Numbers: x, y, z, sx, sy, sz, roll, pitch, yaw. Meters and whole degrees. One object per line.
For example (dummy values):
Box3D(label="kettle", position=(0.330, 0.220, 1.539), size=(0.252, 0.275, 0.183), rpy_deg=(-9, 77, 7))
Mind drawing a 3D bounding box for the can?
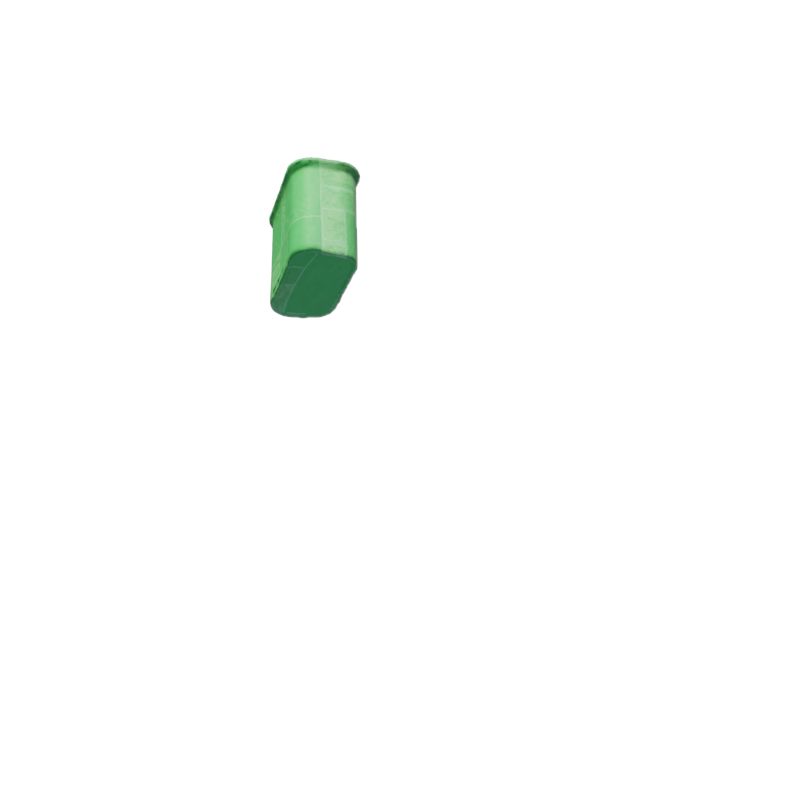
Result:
Box3D(label="can", position=(-0.067, -0.122, 0.852), size=(0.056, 0.089, 0.098), rpy_deg=(7, -31, -15))
